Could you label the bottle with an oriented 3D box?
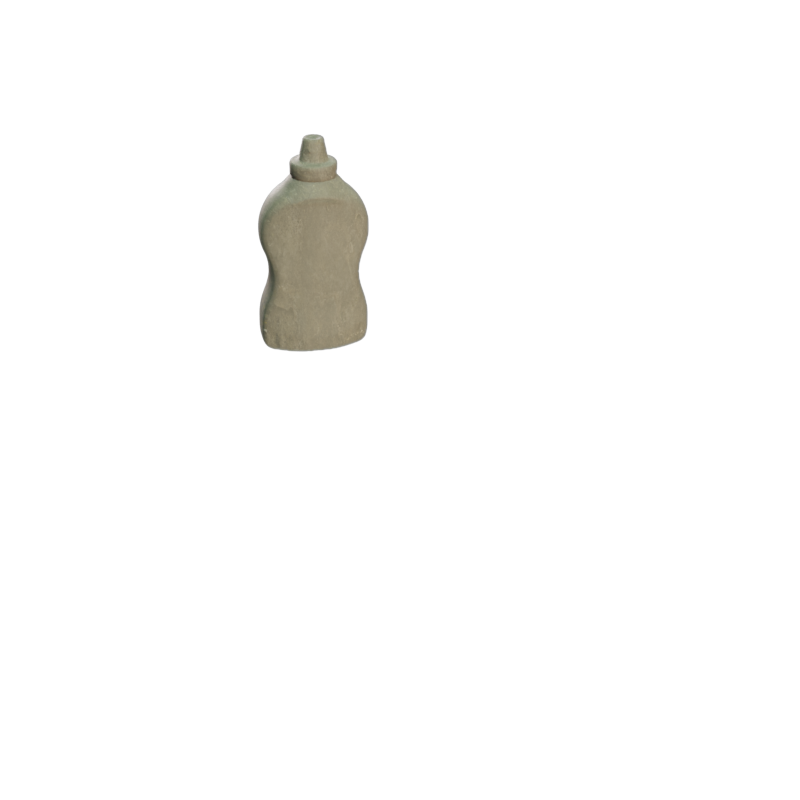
[{"bbox_3d":[-0.076,-0.139,0.971,0.095,0.182,0.062,-3,26,-10],"label":"bottle"}]
